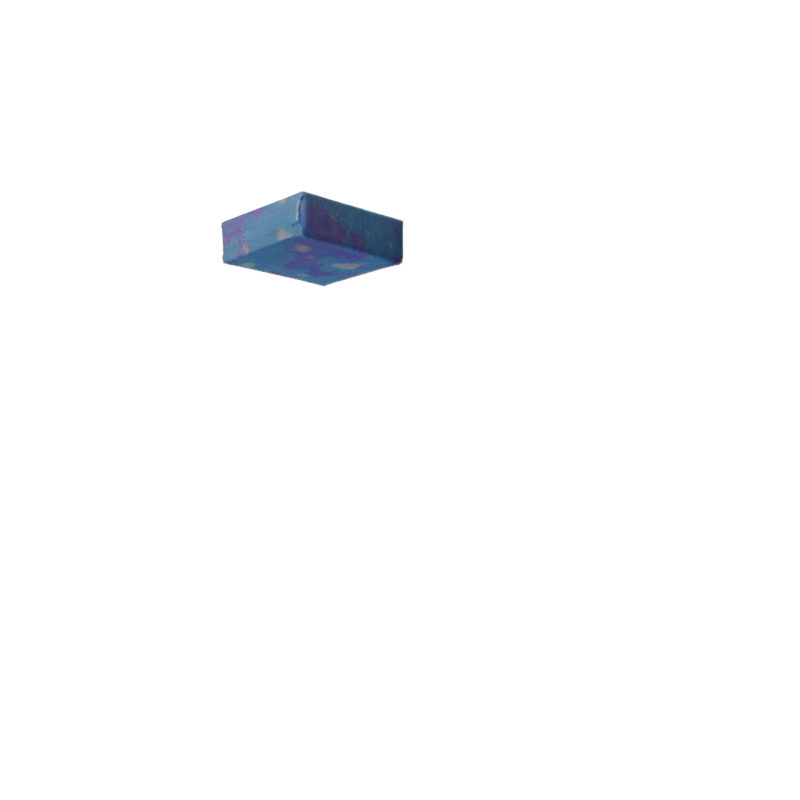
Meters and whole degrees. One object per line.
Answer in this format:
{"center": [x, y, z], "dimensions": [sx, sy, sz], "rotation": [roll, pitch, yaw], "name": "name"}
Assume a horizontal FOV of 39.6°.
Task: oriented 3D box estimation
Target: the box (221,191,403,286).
{"center": [-0.066, -0.120, 0.844], "dimensions": [0.092, 0.040, 0.107], "rotation": [-11, -15, 42], "name": "box"}
